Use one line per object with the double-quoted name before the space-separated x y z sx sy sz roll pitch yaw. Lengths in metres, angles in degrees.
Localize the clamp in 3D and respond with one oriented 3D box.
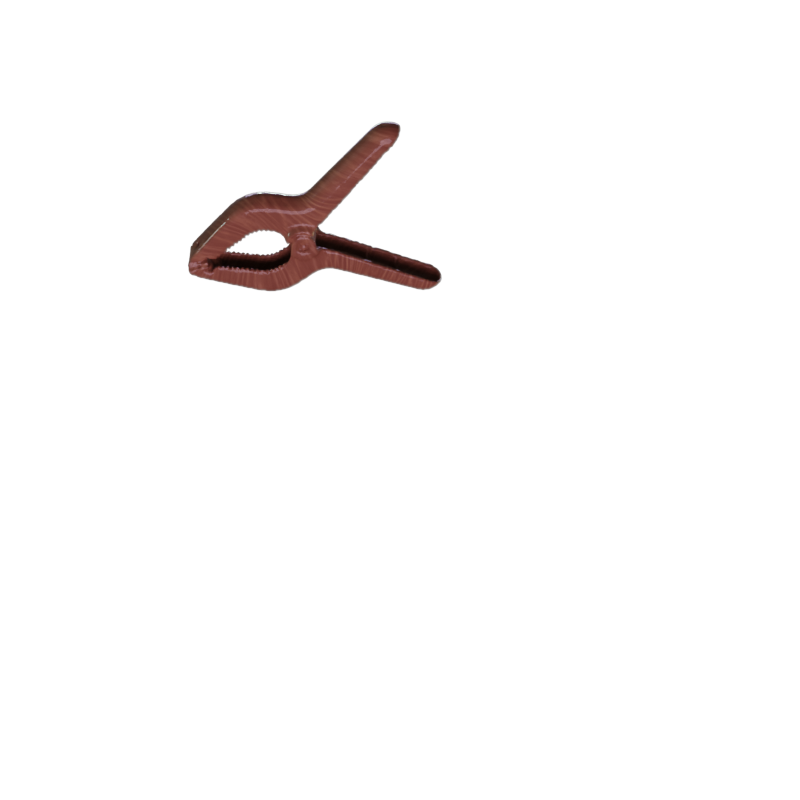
"clamp" -0.073 -0.133 0.929 0.211 0.153 0.039 -17 36 13
